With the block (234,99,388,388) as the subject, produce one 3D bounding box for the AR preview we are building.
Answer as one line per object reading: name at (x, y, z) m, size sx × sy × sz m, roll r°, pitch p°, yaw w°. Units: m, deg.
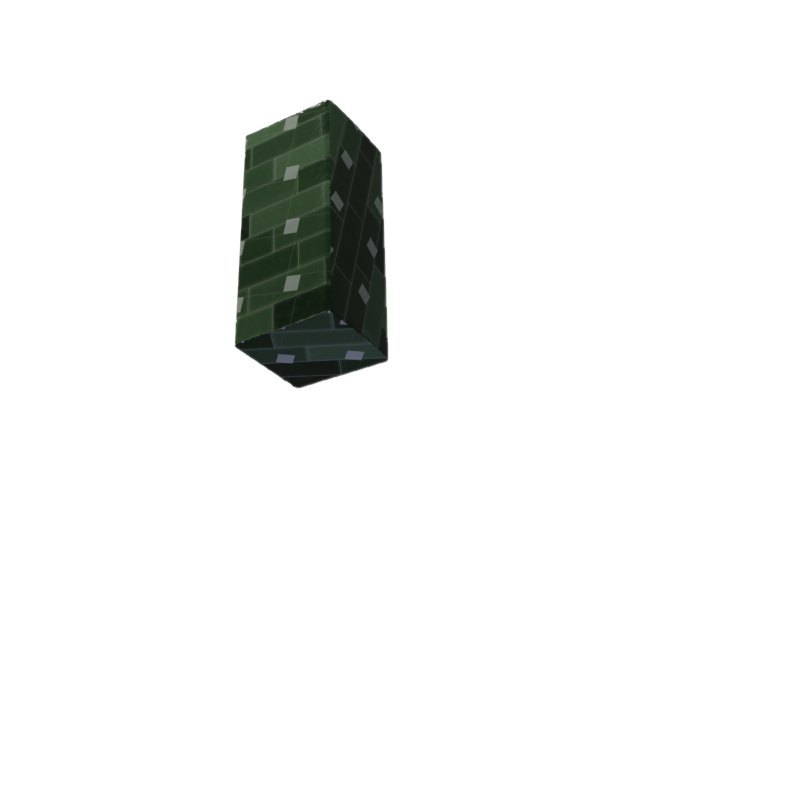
block at (-0.070, -0.129, 0.905) m, size 0.091 × 0.220 × 0.083 m, roll -19°, pitch -36°, yaw 25°
